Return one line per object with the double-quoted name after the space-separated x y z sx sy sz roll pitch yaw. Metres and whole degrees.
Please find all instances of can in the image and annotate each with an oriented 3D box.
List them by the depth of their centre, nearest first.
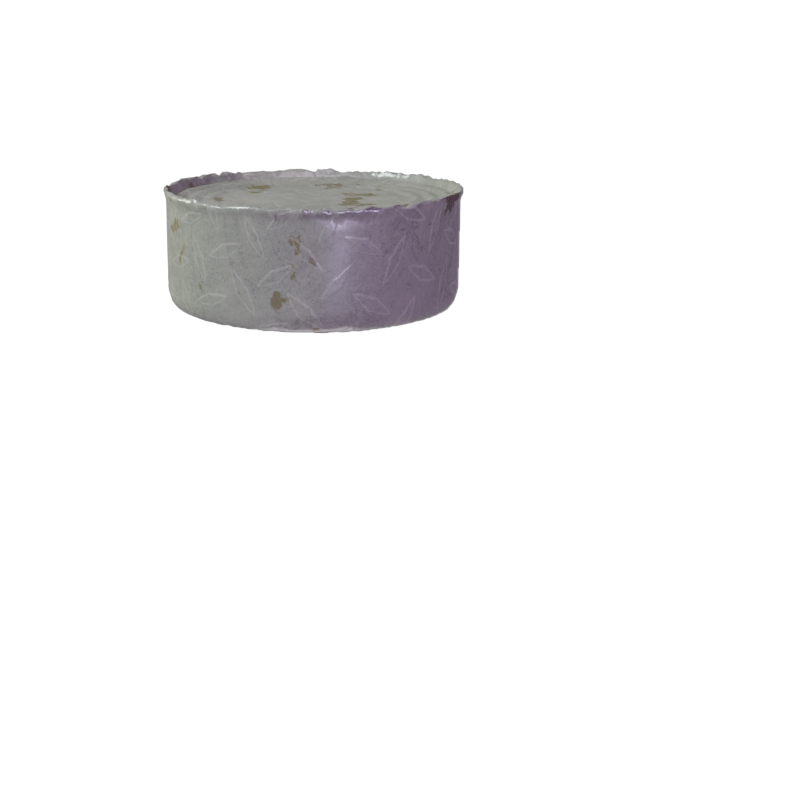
-0.025 -0.046 0.322 0.086 0.032 0.089 -1 17 -2 "can"
